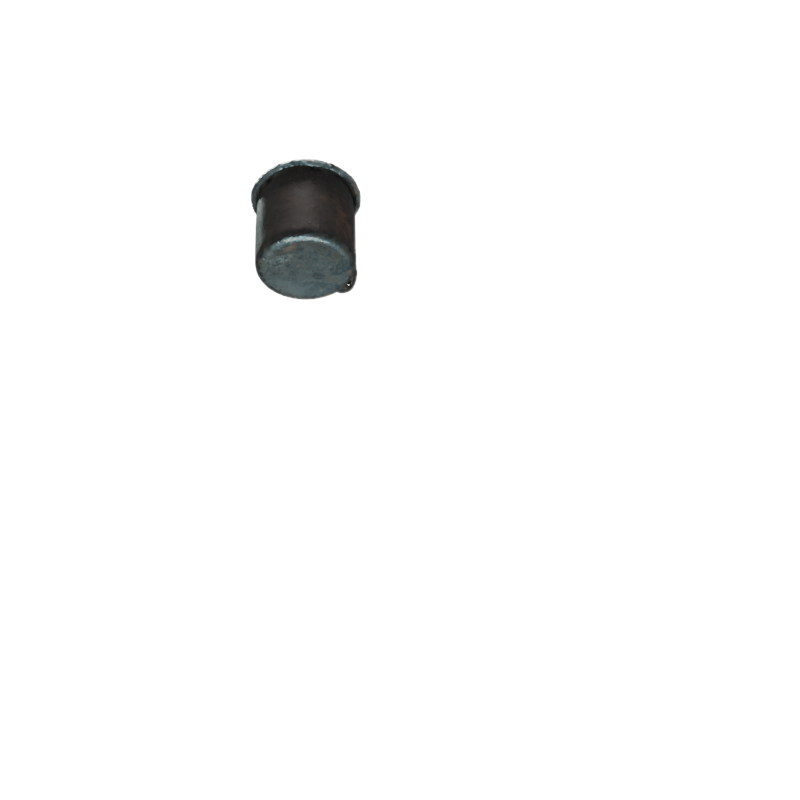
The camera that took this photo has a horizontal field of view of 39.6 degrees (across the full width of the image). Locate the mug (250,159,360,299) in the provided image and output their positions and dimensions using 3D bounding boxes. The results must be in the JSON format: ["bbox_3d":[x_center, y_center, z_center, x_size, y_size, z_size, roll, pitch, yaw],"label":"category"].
[{"bbox_3d":[-0.072,-0.131,0.920,0.094,0.087,0.108,-21,-43,22],"label":"mug"}]
